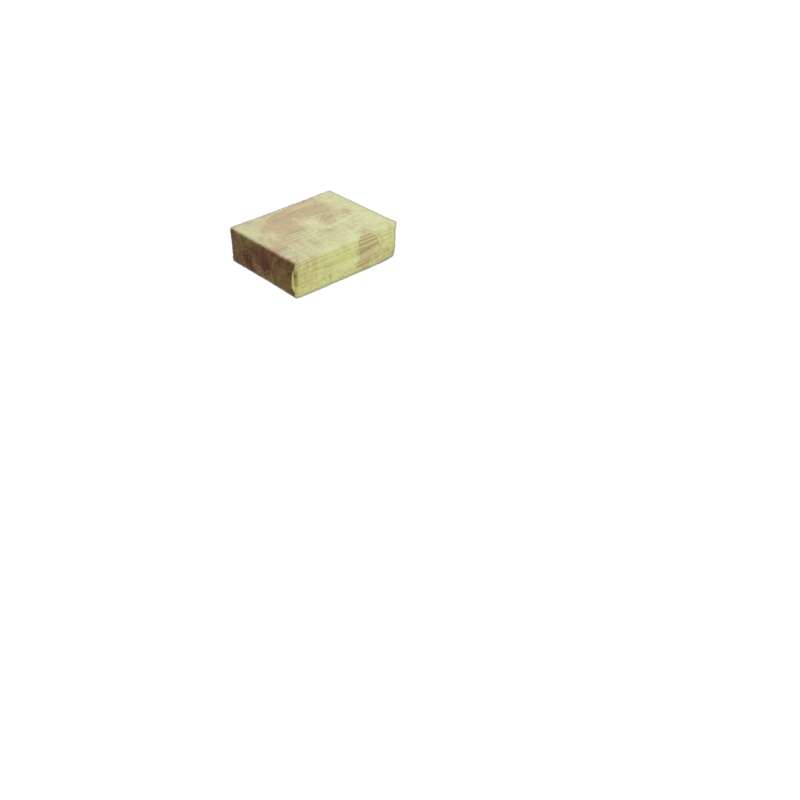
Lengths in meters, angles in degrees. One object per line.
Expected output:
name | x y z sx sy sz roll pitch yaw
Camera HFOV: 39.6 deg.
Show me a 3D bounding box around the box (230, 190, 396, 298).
box | -0.073 -0.134 0.938 0.112 0.037 0.096 -25 40 -34
